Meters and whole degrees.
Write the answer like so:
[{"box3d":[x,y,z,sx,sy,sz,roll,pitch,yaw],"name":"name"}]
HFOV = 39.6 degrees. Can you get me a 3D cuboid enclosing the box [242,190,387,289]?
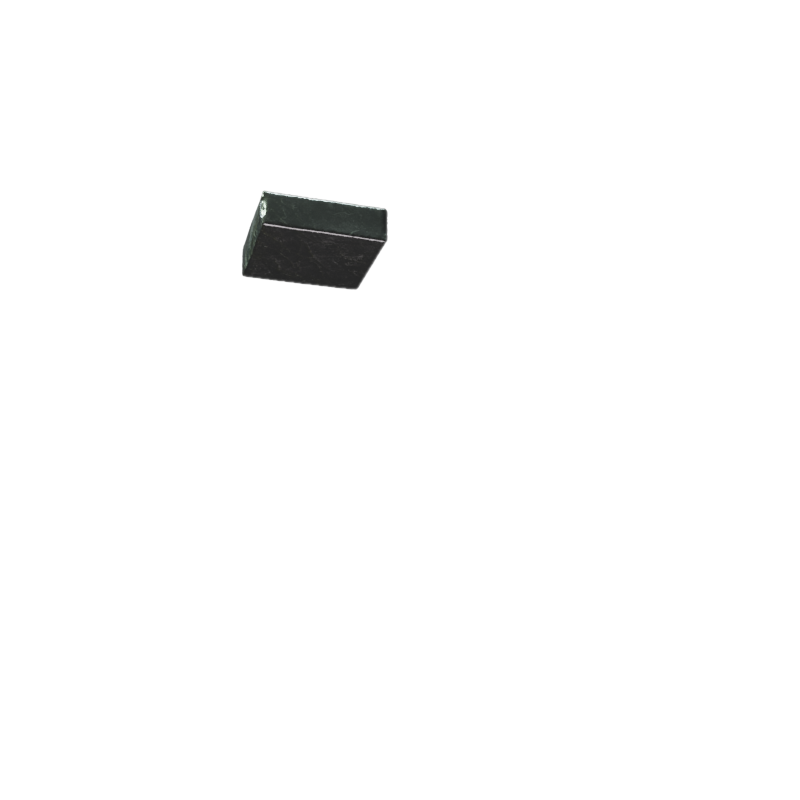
[{"box3d":[-0.060,-0.110,0.773,0.087,0.032,0.070,6,-27,-13],"name":"box"}]
